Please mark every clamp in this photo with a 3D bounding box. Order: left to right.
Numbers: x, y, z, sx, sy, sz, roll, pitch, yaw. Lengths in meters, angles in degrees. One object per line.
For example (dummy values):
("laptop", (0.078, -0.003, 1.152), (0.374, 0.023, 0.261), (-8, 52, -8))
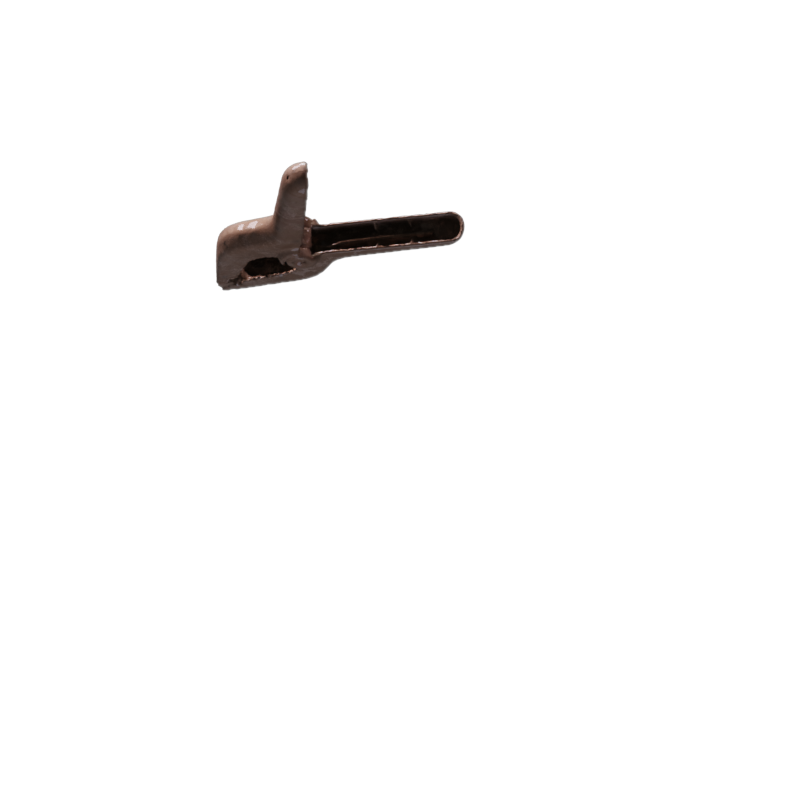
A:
("clamp", (-0.067, -0.122, 0.853), (0.157, 0.038, 0.211), (10, -17, -35))
